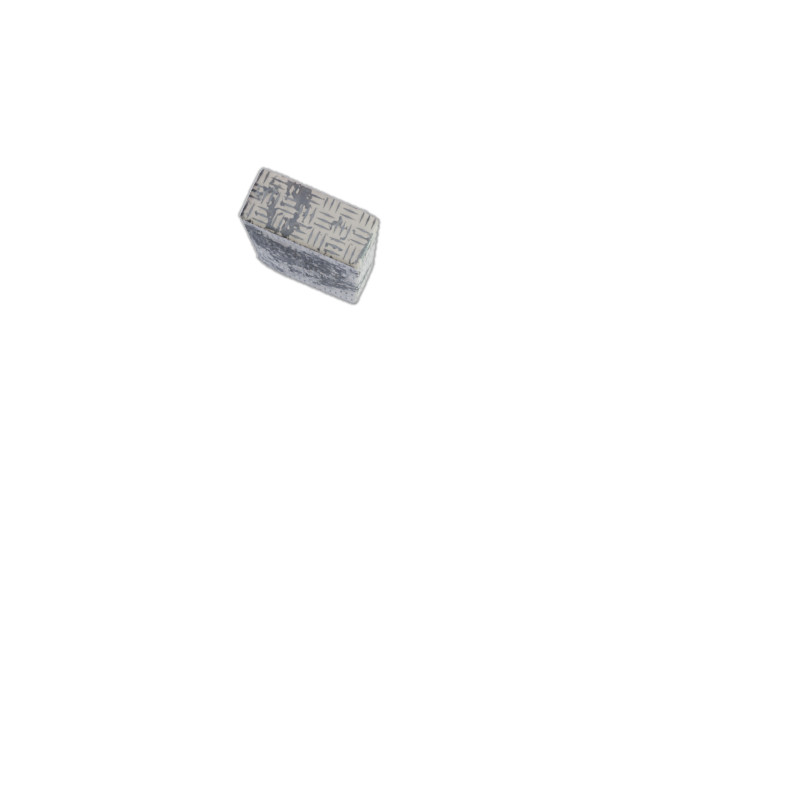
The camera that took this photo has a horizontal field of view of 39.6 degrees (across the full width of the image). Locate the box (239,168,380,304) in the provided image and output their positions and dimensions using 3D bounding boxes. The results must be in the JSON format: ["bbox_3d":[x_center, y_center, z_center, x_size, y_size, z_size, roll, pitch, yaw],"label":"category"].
[{"bbox_3d":[-0.066,-0.120,0.841,0.094,0.049,0.173,24,-7,0],"label":"box"}]
